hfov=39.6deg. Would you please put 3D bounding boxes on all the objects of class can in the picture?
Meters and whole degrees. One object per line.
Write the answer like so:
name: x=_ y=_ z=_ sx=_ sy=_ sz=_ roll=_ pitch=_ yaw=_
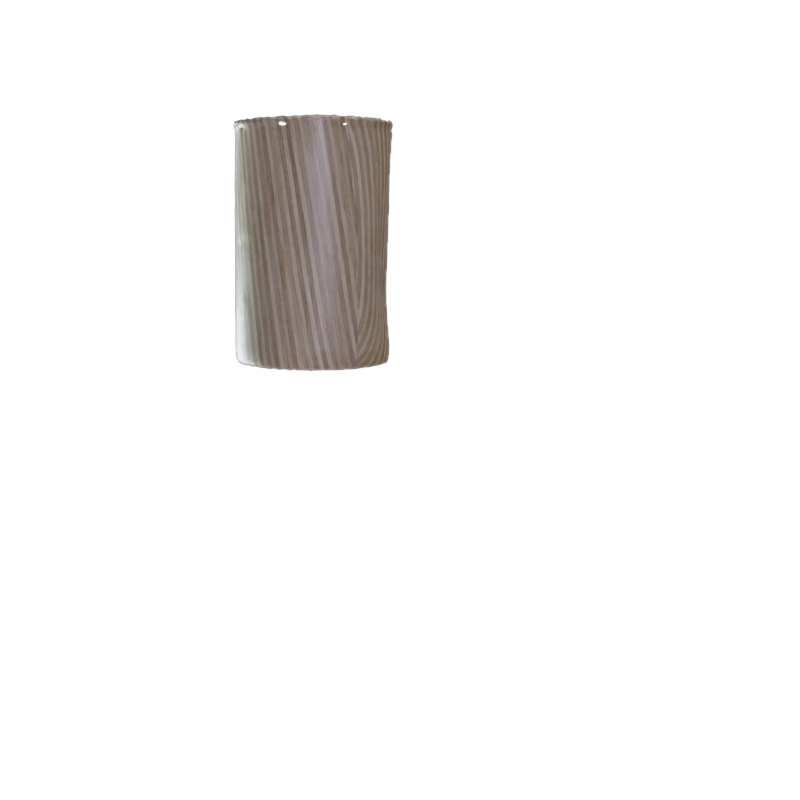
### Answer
can: x=-0.037 y=-0.068 z=0.473 sx=0.068 sy=0.102 sz=0.069 roll=0 pitch=4 yaw=-2
